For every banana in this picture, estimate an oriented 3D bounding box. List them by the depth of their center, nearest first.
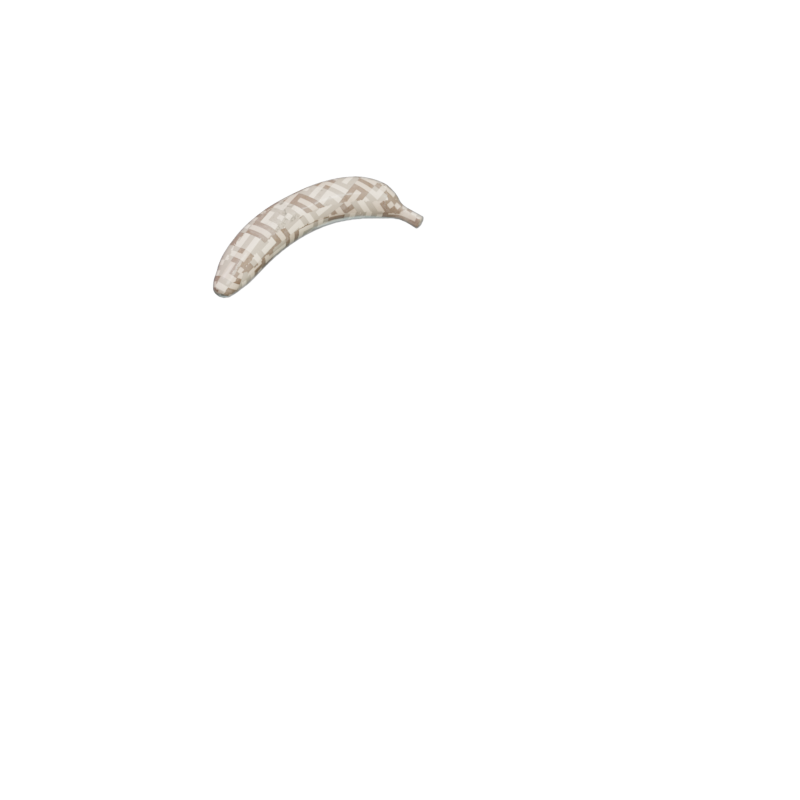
[{"bbox_3d":[-0.079,-0.149,0.949,0.197,0.075,0.034,-24,-34,-17],"label":"banana"}]
